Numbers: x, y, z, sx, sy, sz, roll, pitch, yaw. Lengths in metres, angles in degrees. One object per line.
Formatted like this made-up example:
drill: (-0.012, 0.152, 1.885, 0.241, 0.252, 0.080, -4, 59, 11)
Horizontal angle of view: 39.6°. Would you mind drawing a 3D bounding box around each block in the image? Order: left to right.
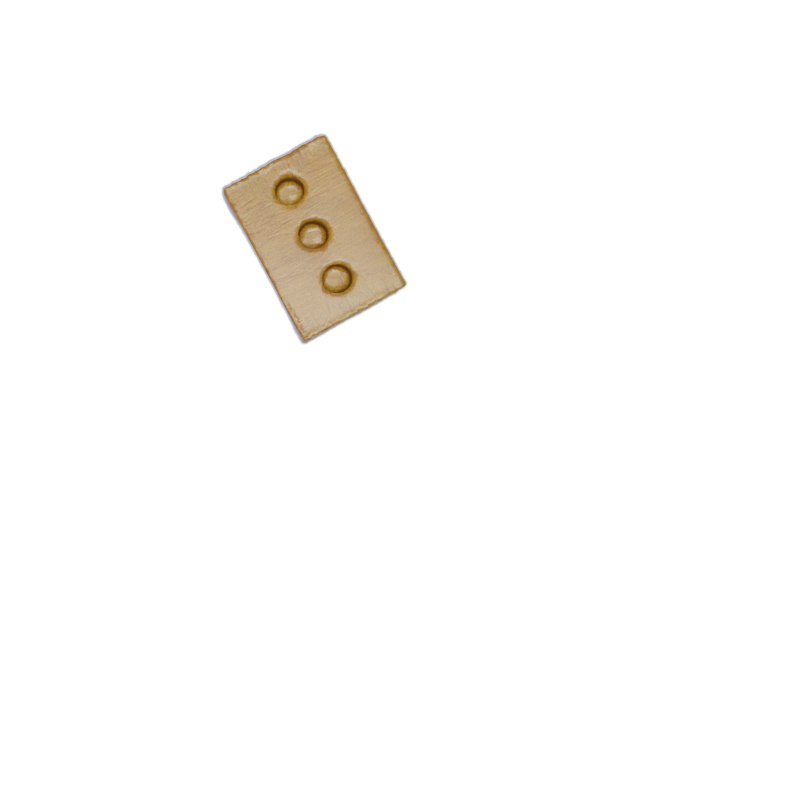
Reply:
block: (-0.039, -0.072, 0.502, 0.053, 0.079, 0.051, -29, -4, -4)
